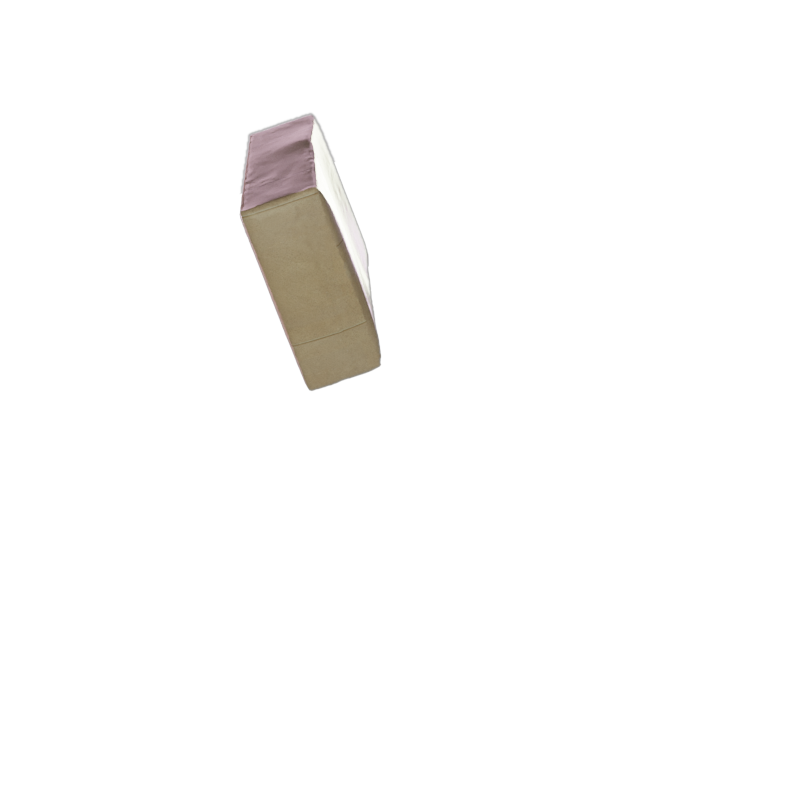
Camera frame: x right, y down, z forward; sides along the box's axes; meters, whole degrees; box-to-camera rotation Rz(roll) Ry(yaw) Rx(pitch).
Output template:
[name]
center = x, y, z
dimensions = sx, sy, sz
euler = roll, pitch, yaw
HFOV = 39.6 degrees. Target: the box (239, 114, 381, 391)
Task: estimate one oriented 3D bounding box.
[box]
center = -0.074, -0.135, 0.945
dimensions = 0.072, 0.155, 0.226
euler = -18, 26, 6
